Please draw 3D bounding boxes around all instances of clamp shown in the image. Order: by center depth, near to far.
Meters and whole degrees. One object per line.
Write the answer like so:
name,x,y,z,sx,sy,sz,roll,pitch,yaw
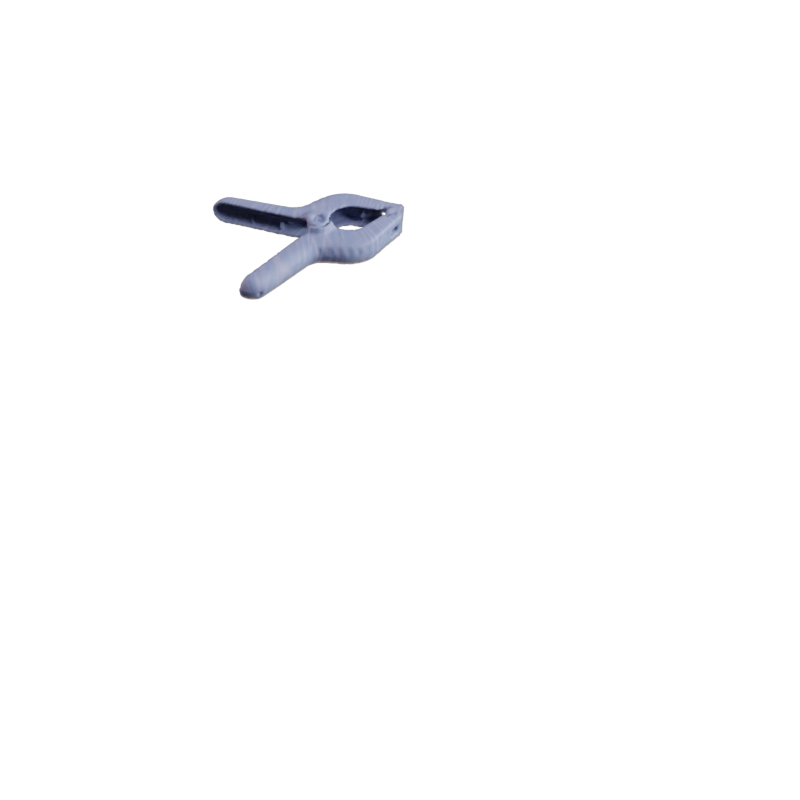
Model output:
clamp,-0.077,-0.140,0.982,0.170,0.129,0.037,-7,-37,-5
